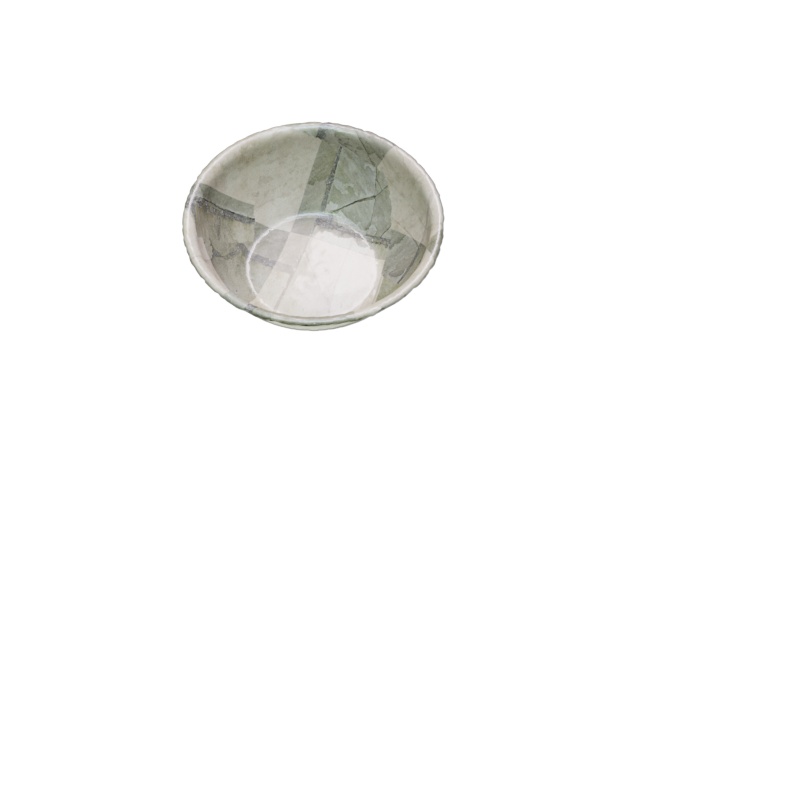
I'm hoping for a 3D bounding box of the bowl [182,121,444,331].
[{"bbox_3d":[-0.055,-0.100,0.701,0.162,0.174,0.051,-1,-35,-1],"label":"bowl"}]
